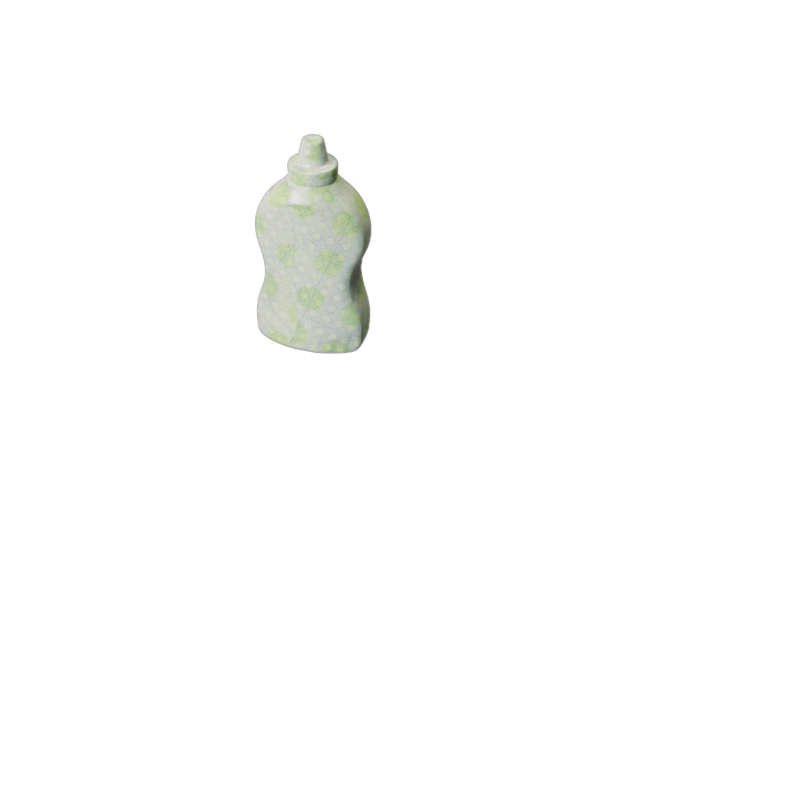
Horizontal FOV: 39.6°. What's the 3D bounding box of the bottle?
[{"bbox_3d":[-0.072,-0.131,0.922,0.099,0.180,0.060,13,35,15],"label":"bottle"}]
